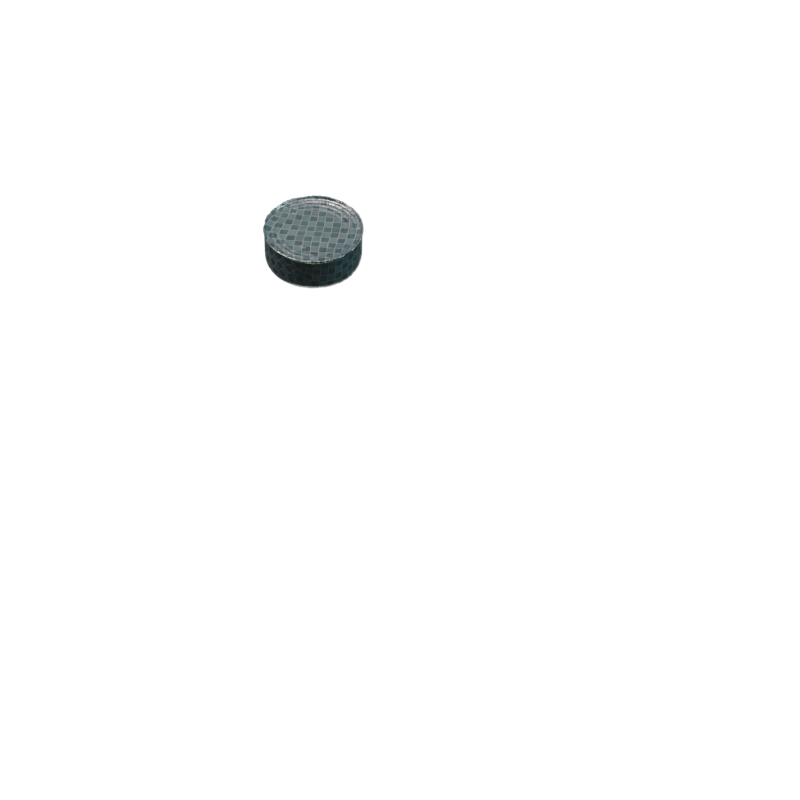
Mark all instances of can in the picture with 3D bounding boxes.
[{"bbox_3d":[-0.075,-0.136,0.955,0.086,0.092,0.031,-1,-44,-1],"label":"can"}]
